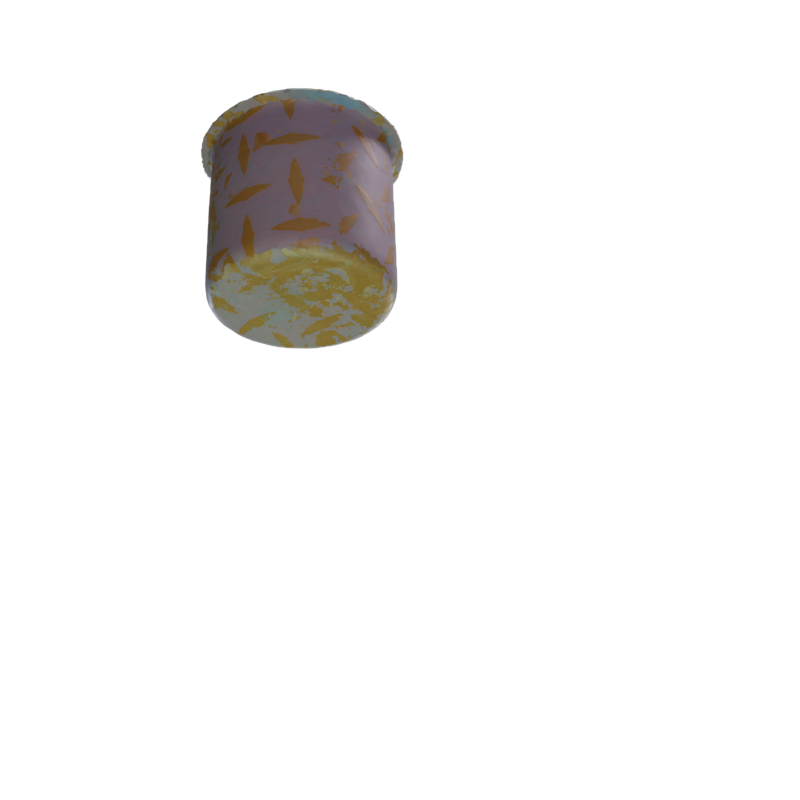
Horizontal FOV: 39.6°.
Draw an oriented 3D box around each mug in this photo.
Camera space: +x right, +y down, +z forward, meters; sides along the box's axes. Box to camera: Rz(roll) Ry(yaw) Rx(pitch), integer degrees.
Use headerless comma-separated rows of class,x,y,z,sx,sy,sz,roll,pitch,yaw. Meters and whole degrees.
mug,-0.039,-0.071,0.496,0.094,0.087,0.108,-14,-34,19
